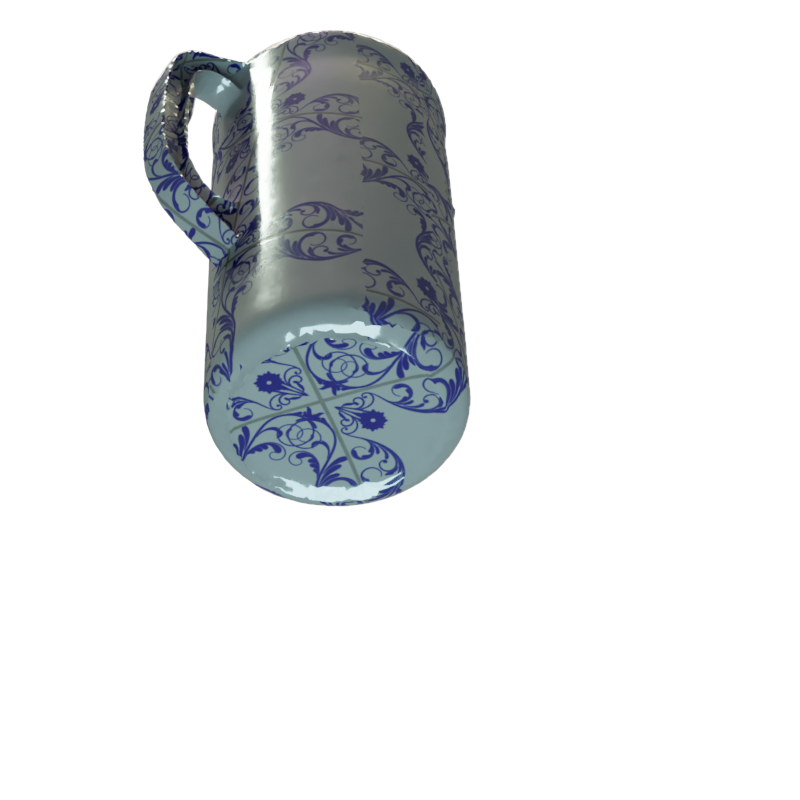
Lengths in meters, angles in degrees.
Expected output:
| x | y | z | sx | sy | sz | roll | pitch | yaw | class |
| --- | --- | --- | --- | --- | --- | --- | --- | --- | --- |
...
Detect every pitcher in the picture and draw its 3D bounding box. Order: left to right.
| x | y | z | sx | sy | sz | roll | pitch | yaw | class |
| --- | --- | --- | --- | --- | --- | --- | --- | --- | --- |
| -0.042 | -0.076 | 0.535 | 0.150 | 0.135 | 0.260 | -8 | 38 | 3 | pitcher |
